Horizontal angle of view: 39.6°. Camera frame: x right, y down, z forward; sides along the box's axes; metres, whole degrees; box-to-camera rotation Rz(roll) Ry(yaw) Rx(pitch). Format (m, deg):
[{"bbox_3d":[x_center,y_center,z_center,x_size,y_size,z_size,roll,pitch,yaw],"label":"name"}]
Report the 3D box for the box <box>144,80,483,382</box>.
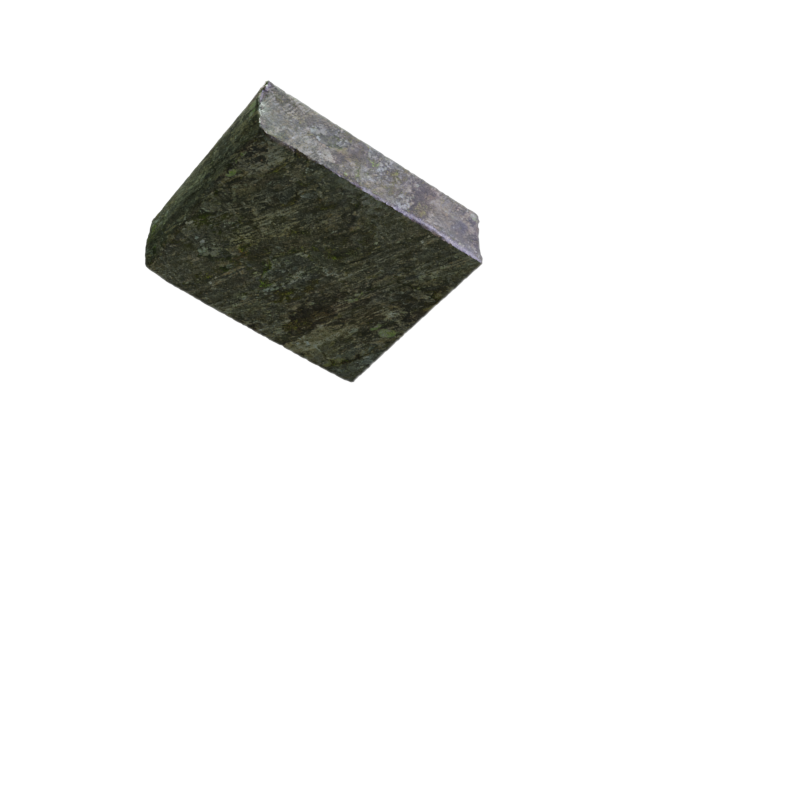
[{"bbox_3d":[-0.036,-0.066,0.463,0.108,0.042,0.088,29,-54,-24],"label":"box"}]
